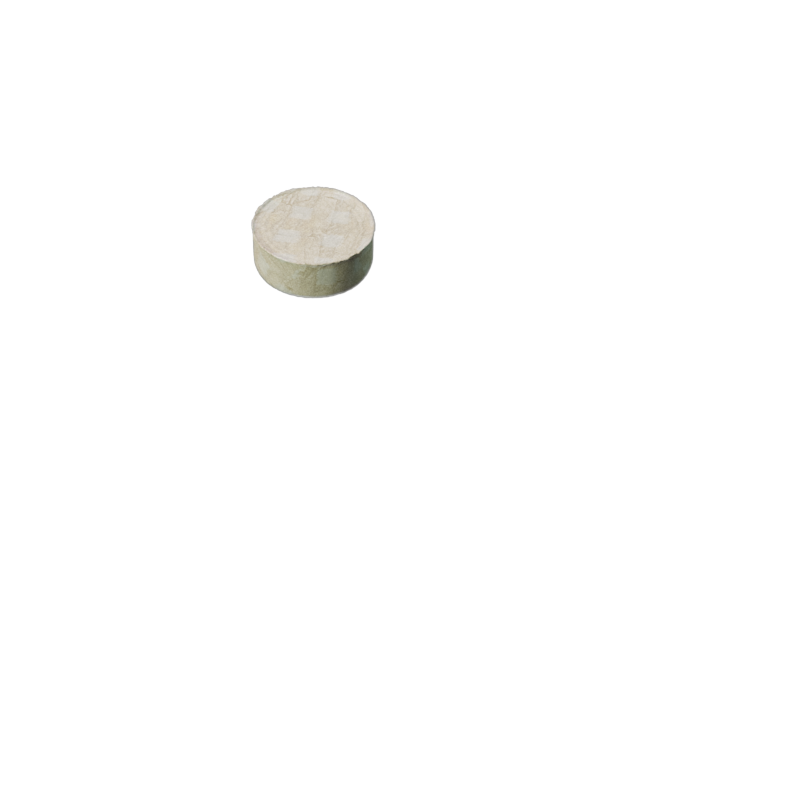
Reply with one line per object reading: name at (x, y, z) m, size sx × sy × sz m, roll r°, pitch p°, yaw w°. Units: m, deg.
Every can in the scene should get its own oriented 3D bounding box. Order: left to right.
can at (-0.061, -0.111, 0.774) m, size 0.086 × 0.031 × 0.092 m, roll -1°, pitch 44°, yaw -1°
